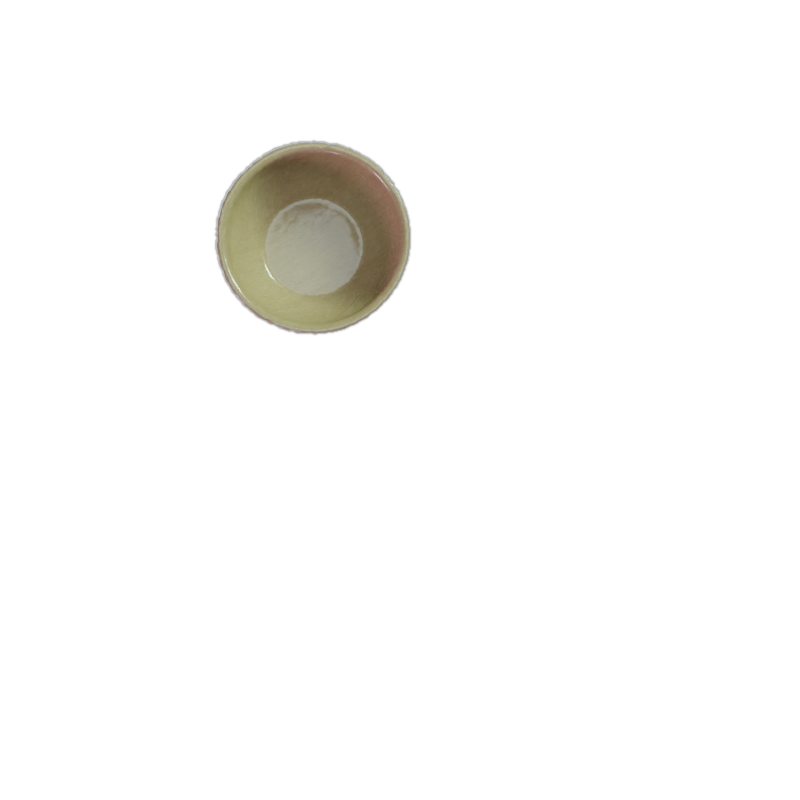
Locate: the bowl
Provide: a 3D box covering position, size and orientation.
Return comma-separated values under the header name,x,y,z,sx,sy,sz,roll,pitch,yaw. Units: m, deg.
name,x,y,z,sx,sy,sz,roll,pitch,yaw
bowl,-0.074,-0.135,0.943,0.162,0.166,0.054,0,-9,-1
